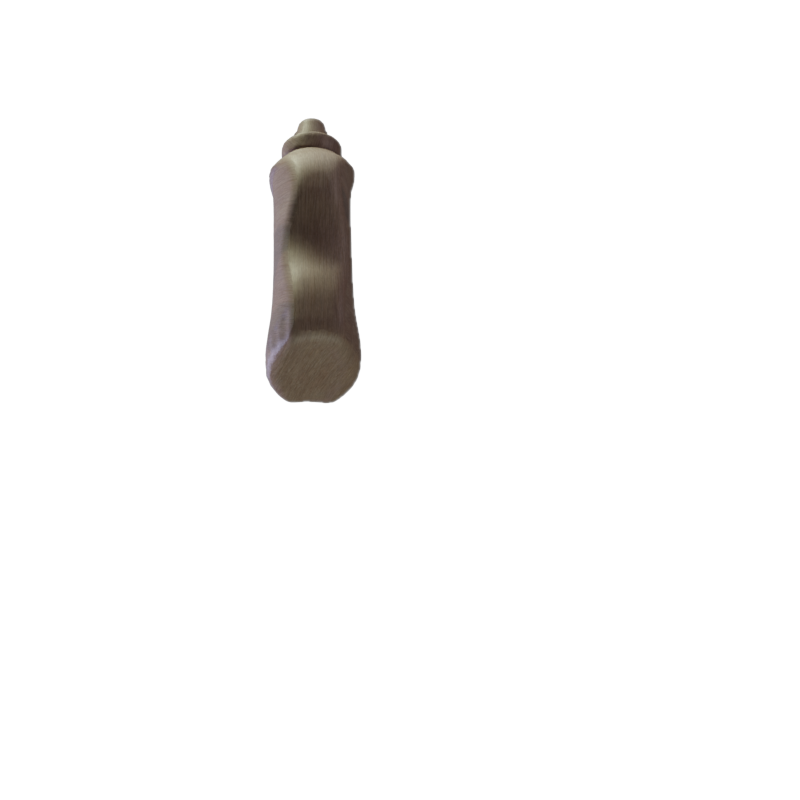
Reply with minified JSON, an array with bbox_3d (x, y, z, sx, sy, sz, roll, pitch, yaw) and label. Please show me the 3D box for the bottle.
[{"bbox_3d":[-0.057,-0.102,0.718,0.058,0.204,0.090,0,-30,-4],"label":"bottle"}]
